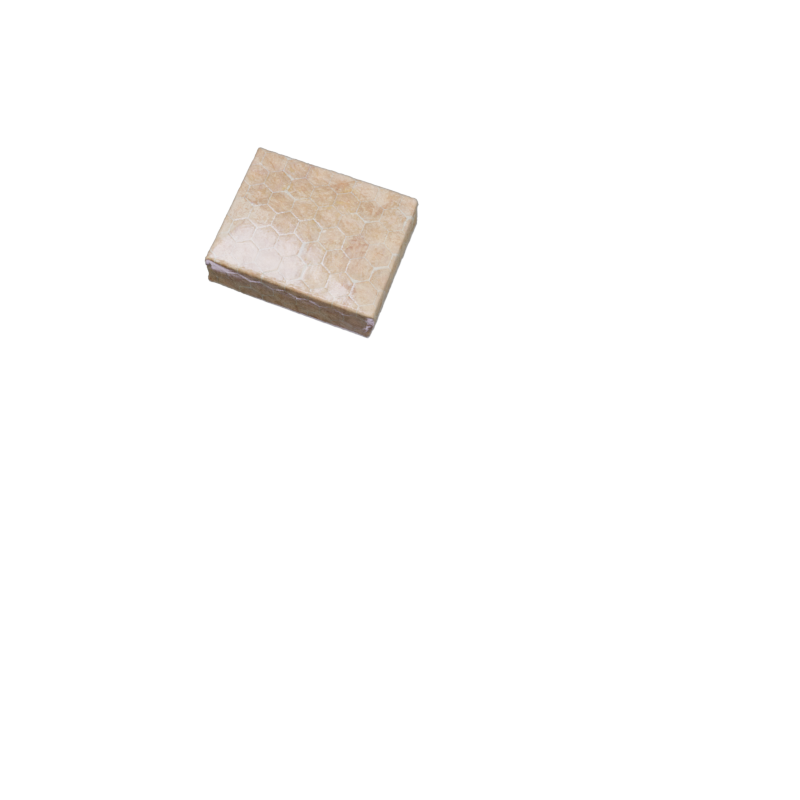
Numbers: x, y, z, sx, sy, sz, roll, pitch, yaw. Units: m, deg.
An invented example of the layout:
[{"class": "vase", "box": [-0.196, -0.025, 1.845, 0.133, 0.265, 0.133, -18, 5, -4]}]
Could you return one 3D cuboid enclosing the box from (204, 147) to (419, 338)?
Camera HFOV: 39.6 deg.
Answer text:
[{"class": "box", "box": [-0.055, -0.101, 0.704, 0.116, 0.094, 0.037, 18, -27, 9]}]
